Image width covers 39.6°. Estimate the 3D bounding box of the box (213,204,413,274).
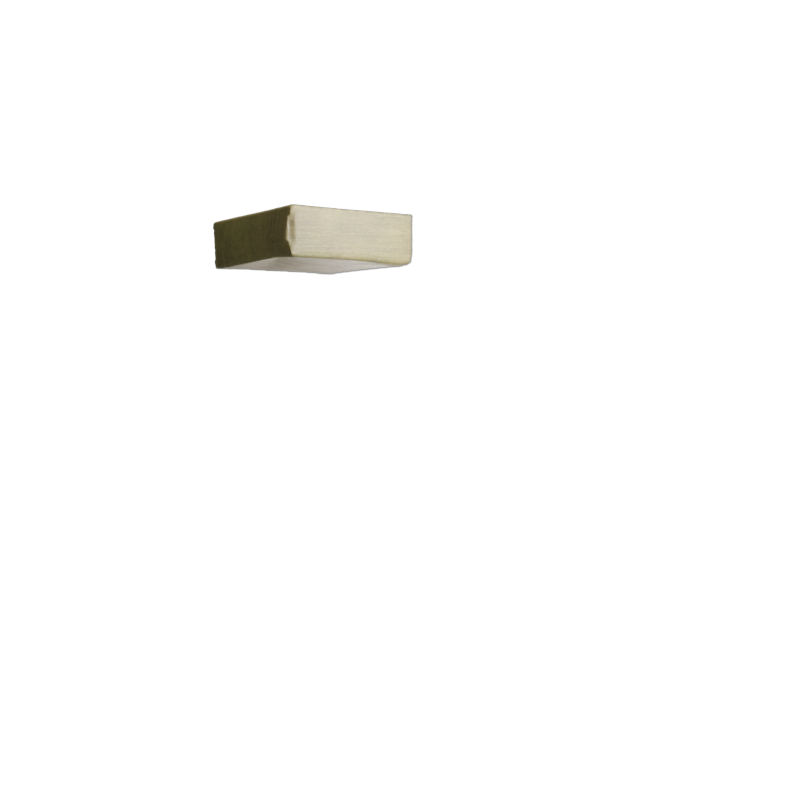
[{"bbox_3d":[-0.061,-0.111,0.776,0.109,0.039,0.093,0,-1,-42],"label":"box"}]
